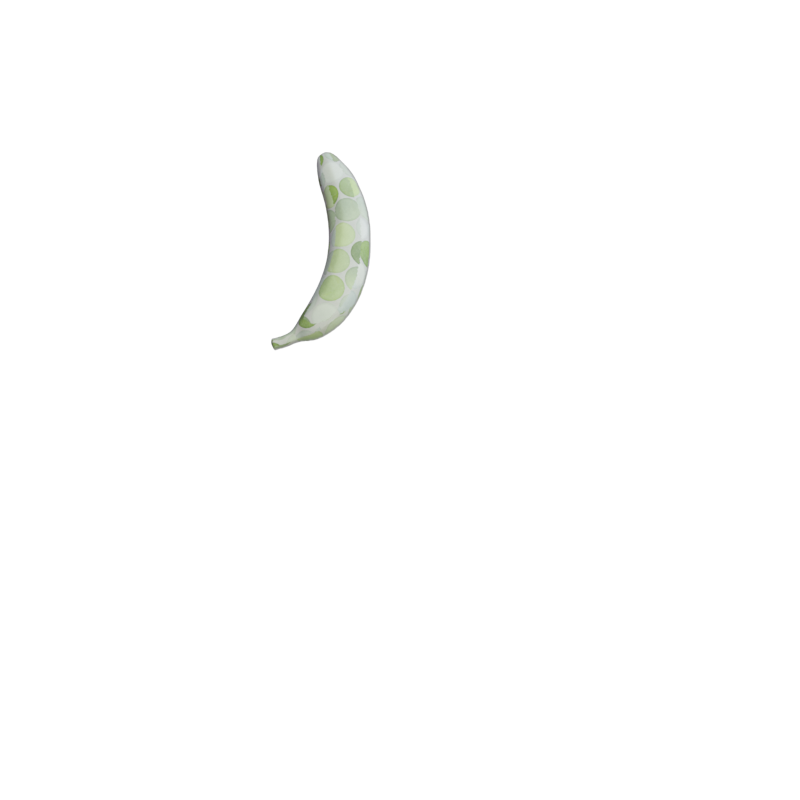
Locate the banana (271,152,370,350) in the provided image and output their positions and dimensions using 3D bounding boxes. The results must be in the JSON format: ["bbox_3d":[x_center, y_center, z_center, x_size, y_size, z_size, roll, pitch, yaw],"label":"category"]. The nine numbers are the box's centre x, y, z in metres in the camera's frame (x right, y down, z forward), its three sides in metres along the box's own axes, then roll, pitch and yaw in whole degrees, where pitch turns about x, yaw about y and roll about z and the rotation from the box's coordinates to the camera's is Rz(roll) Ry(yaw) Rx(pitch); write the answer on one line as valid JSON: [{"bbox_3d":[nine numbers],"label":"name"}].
[{"bbox_3d":[-0.060,-0.133,0.984,0.070,0.207,0.035,10,-25,4],"label":"banana"}]
